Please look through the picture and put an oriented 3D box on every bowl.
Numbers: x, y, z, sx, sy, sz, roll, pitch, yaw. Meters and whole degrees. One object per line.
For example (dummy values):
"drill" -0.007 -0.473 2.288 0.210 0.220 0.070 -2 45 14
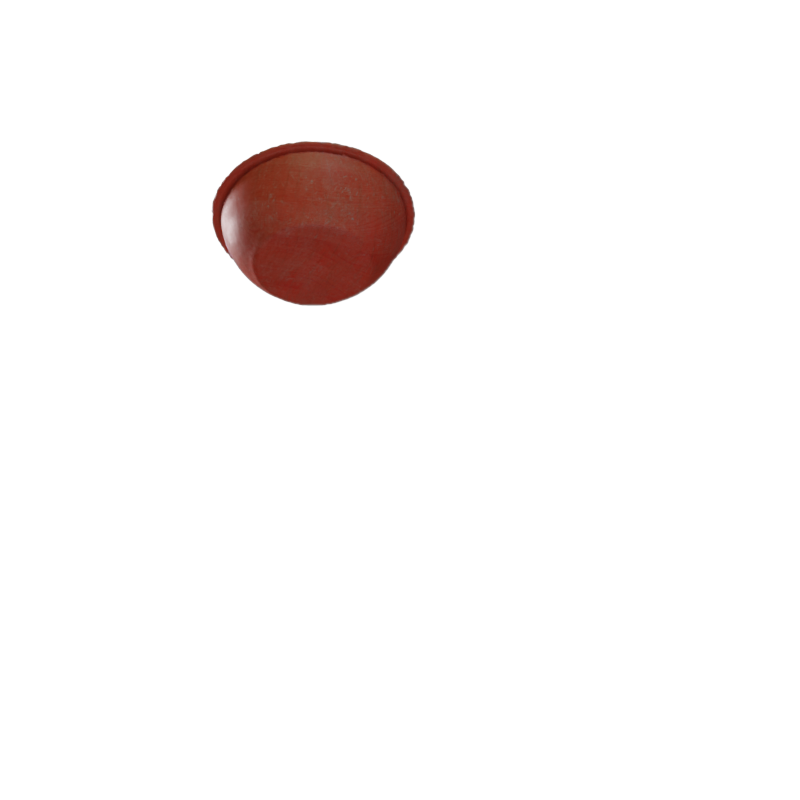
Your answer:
"bowl" -0.068 -0.123 0.863 0.162 0.059 0.151 1 -40 -1
